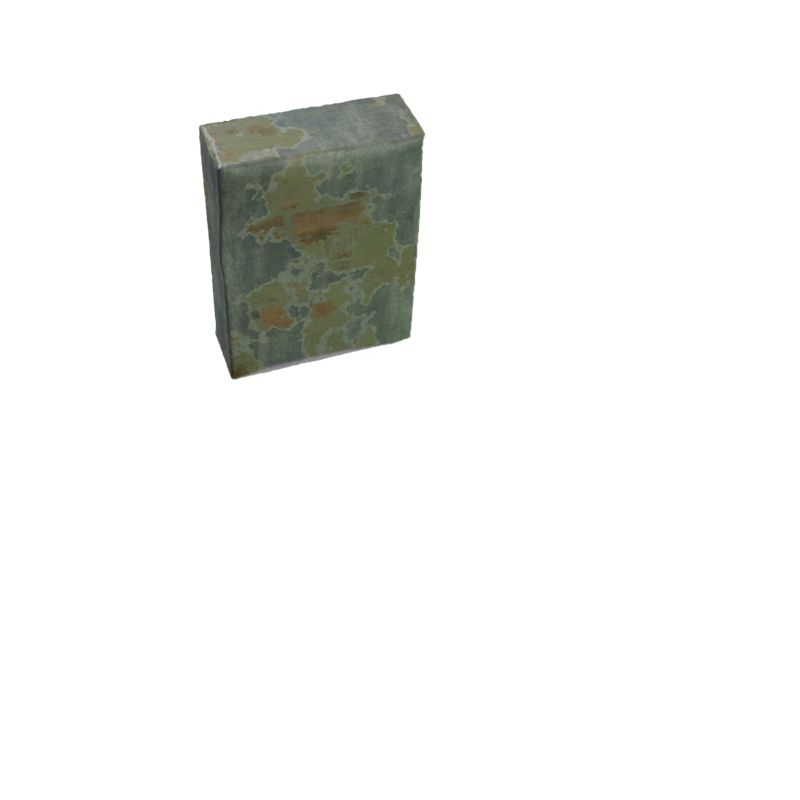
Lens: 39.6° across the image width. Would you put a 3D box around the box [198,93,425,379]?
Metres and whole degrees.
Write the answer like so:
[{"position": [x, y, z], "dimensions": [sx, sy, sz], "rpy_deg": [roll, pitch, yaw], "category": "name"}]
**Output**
[{"position": [-0.070, -0.128, 0.893], "dimensions": [0.162, 0.199, 0.078], "rpy_deg": [-12, 44, -15], "category": "box"}]
